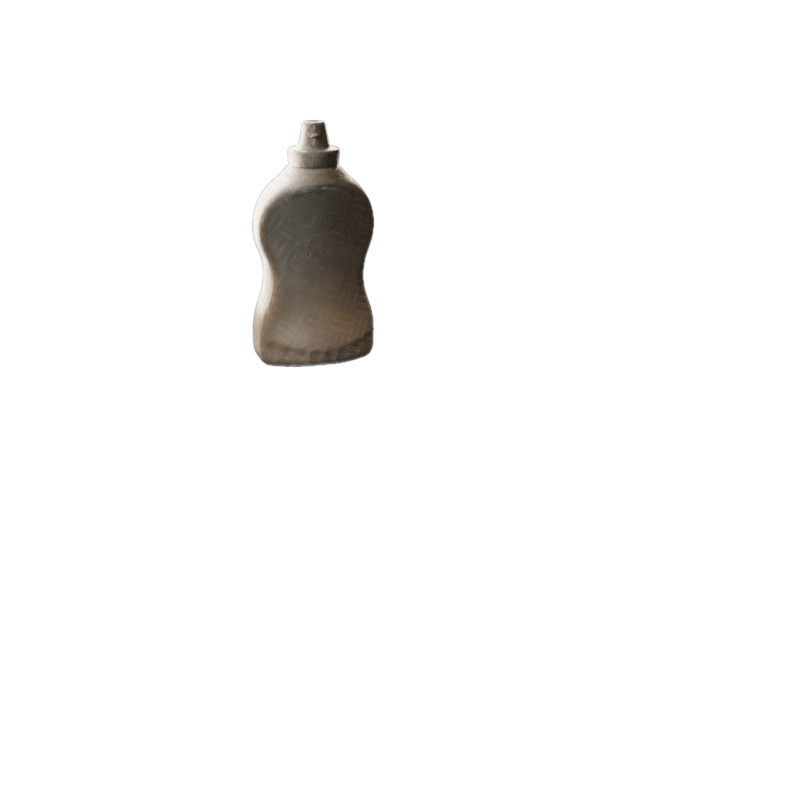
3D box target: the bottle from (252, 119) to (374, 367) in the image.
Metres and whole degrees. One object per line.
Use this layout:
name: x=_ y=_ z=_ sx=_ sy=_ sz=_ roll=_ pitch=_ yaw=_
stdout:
bottle: x=-0.069 y=-0.125 z=0.877 sx=0.094 sy=0.185 sz=0.061 roll=-3 pitch=15 yaw=-15
